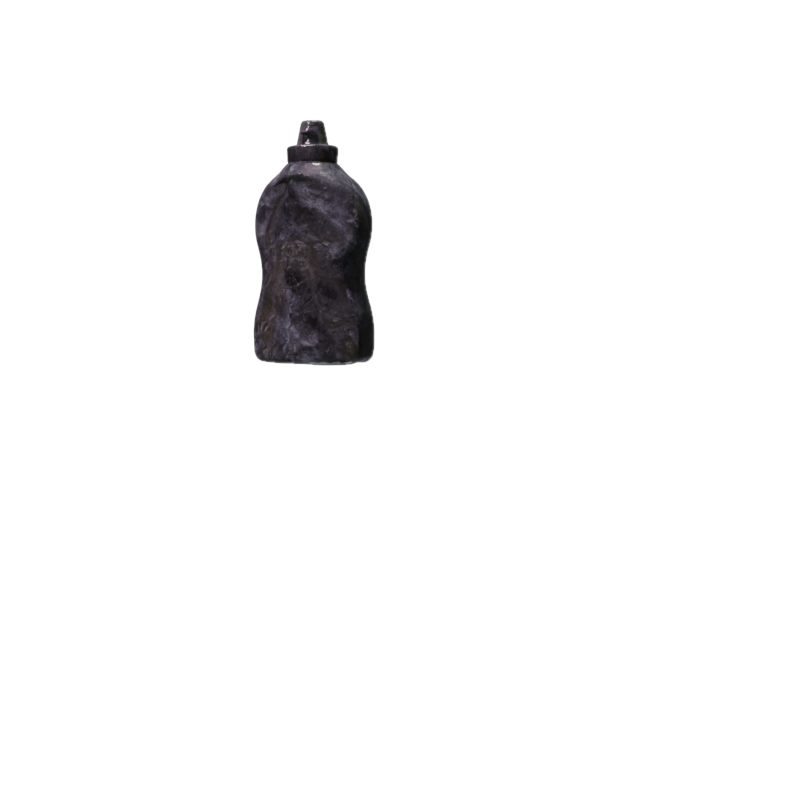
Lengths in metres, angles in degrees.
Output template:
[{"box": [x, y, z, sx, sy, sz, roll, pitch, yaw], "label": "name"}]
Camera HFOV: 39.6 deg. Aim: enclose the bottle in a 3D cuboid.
[{"box": [-0.069, -0.126, 0.880, 0.099, 0.192, 0.056, 0, -1, 29], "label": "bottle"}]
